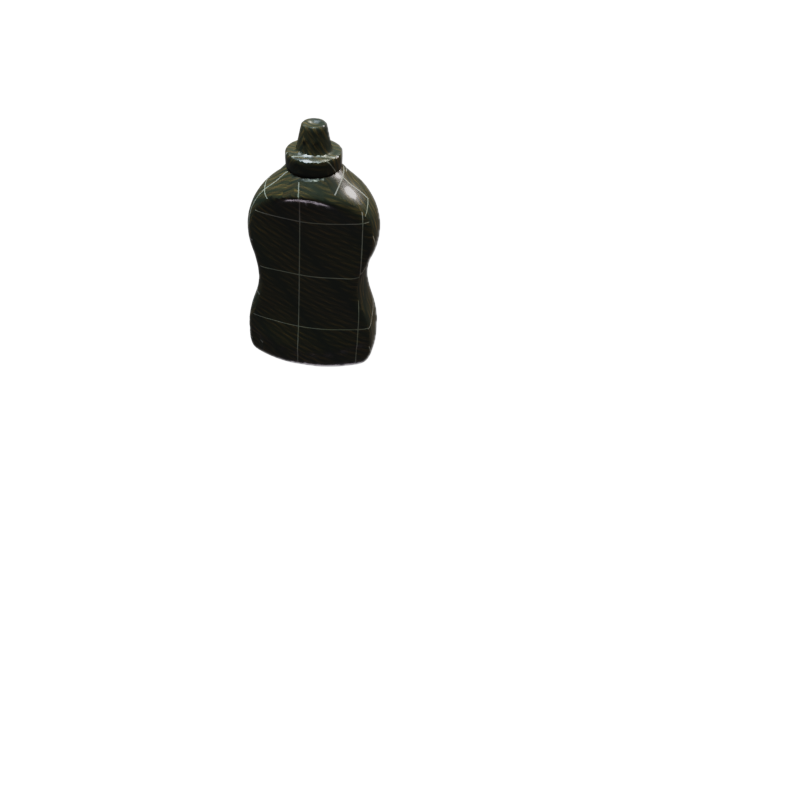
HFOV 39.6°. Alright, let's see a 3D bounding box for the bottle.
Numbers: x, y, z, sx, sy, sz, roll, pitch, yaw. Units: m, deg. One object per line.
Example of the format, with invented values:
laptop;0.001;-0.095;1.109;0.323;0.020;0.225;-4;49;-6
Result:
bottle;-0.064;-0.117;0.817;0.098;0.180;0.061;10;35;11
